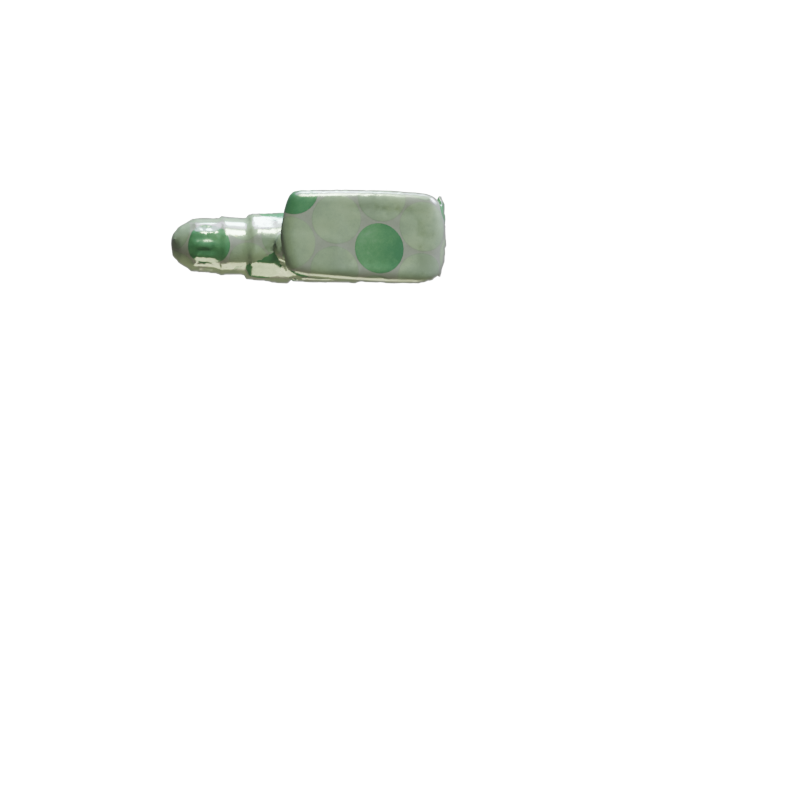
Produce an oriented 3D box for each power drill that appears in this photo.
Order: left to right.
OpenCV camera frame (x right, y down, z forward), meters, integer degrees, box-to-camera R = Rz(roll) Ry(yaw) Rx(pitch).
[{"bbox_3d":[-0.059,-0.108,0.760,0.181,0.057,0.192,-1,6,-13],"label":"power drill"}]
